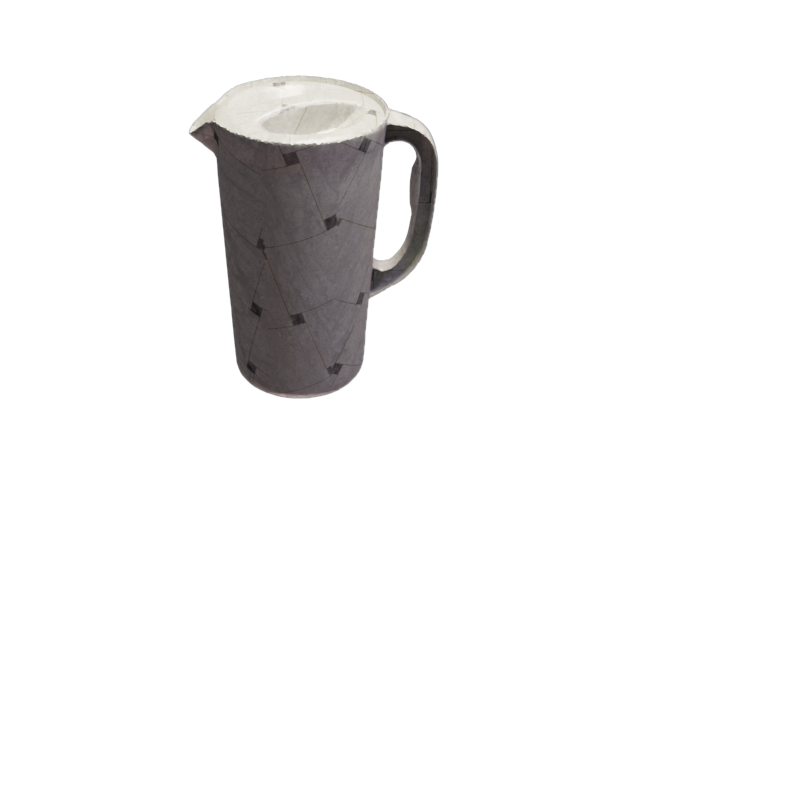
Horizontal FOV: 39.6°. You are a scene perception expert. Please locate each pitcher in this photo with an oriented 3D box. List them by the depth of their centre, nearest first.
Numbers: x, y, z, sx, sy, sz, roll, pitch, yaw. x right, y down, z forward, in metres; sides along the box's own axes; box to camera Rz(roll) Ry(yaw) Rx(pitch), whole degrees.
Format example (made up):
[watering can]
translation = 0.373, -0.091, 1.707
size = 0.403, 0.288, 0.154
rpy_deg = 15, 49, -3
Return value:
[pitcher]
translation = -0.069, -0.126, 0.881
size = 0.159, 0.228, 0.145
rpy_deg = 28, 41, 34
